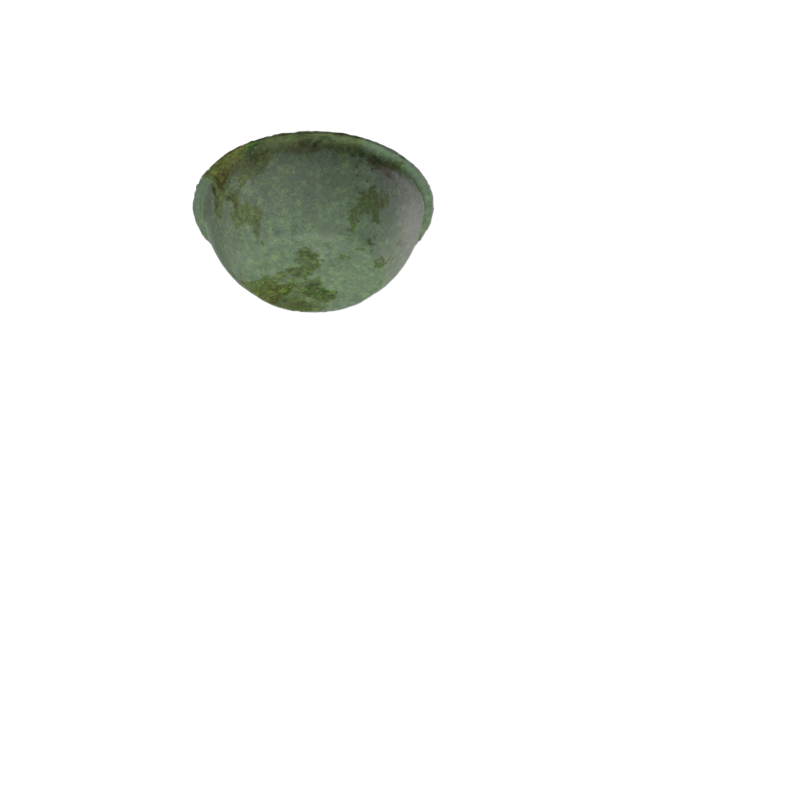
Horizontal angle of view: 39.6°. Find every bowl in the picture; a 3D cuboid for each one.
[{"bbox_3d":[-0.057,-0.104,0.730,0.162,0.059,0.152,1,-30,-2],"label":"bowl"}]
